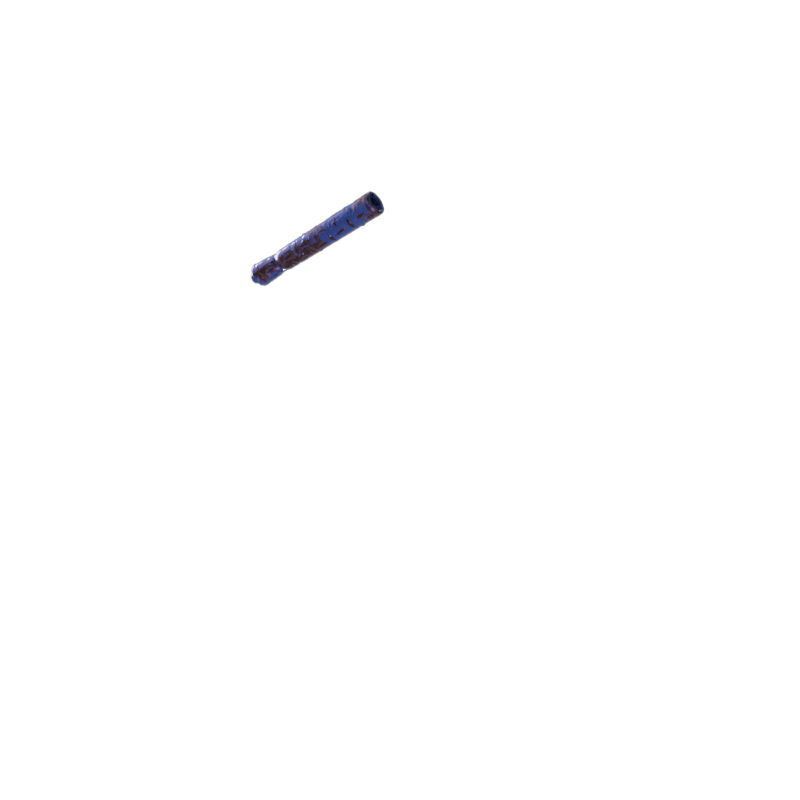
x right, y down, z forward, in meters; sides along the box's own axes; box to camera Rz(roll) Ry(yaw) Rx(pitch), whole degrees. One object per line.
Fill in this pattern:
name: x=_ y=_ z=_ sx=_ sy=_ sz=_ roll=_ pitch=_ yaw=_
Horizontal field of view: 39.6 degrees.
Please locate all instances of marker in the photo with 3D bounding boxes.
marker: x=-0.064 y=-0.117 z=0.819 sx=0.121 sy=0.020 sz=0.019 roll=-27 pitch=-11 yaw=29
